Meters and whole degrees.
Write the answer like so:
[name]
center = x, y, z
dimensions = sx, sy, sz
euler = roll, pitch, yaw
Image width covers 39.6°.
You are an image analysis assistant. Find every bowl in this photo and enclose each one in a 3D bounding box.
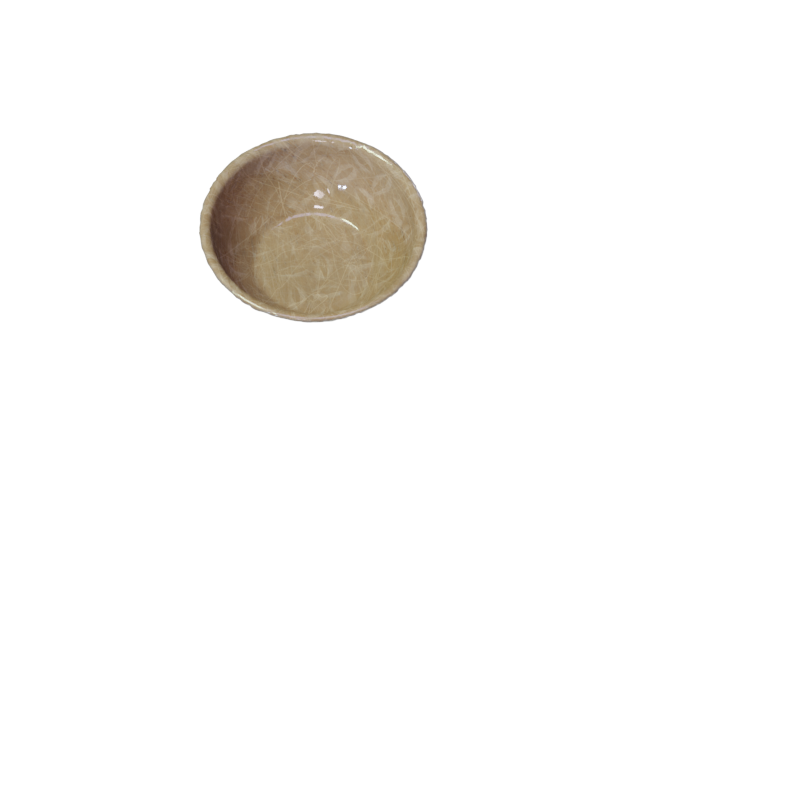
[bowl]
center = -0.063, -0.115, 0.806
dimensions = 0.162, 0.173, 0.052
euler = -1, -31, -1
